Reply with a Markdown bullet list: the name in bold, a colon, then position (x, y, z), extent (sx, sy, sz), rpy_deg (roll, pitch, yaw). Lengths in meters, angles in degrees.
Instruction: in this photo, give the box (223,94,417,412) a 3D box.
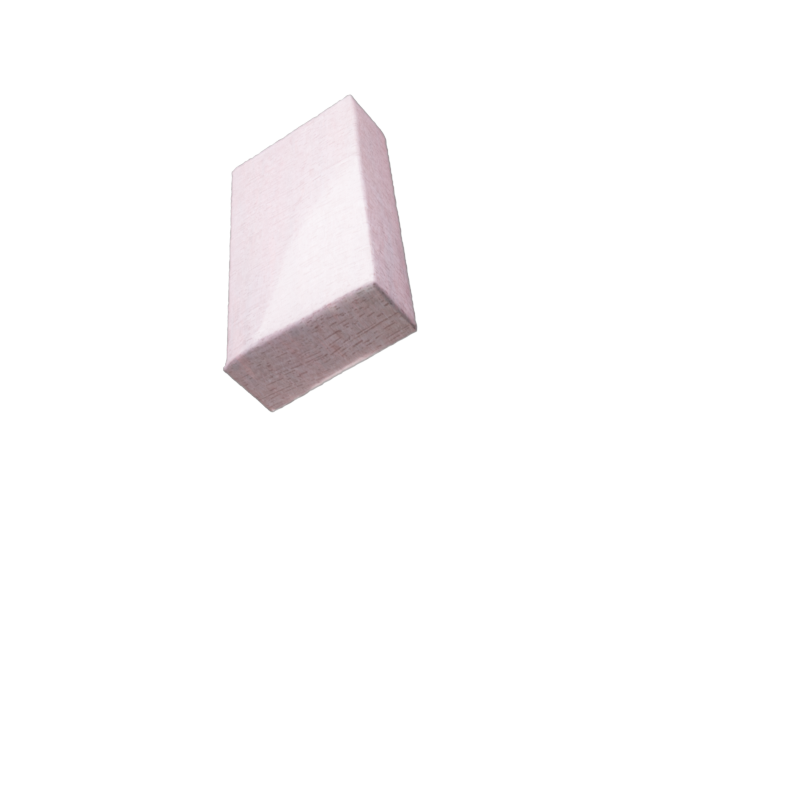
- **box**: position (-0.047, -0.086, 0.602), extent (0.093, 0.189, 0.045), rpy_deg (-29, -53, 19)
